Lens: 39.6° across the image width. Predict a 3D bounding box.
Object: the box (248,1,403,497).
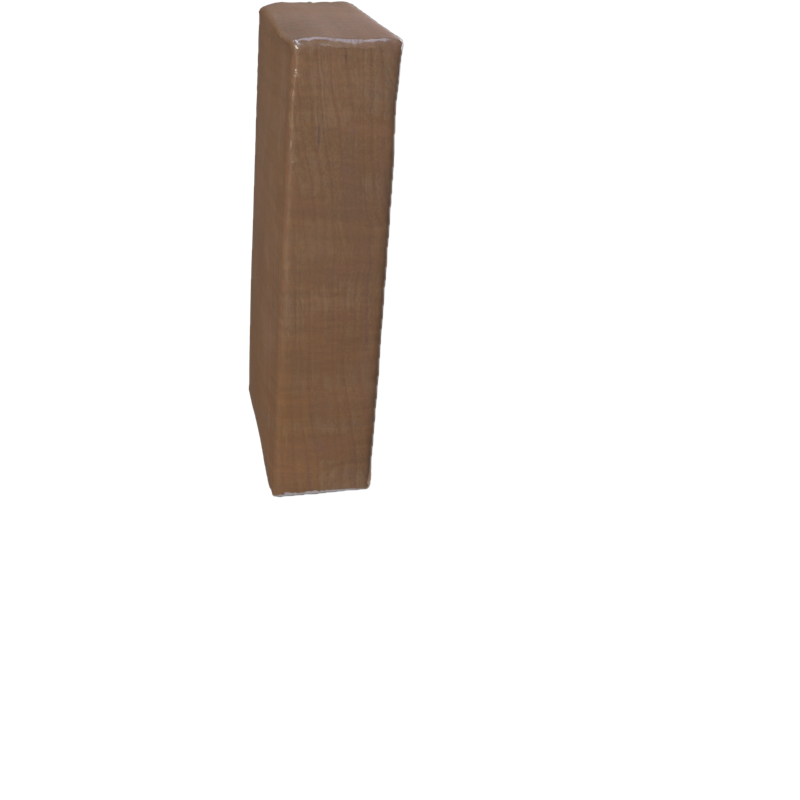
[{"bbox_3d":[-0.034,-0.062,0.436,0.047,0.168,0.099,-3,22,-12],"label":"box"}]
